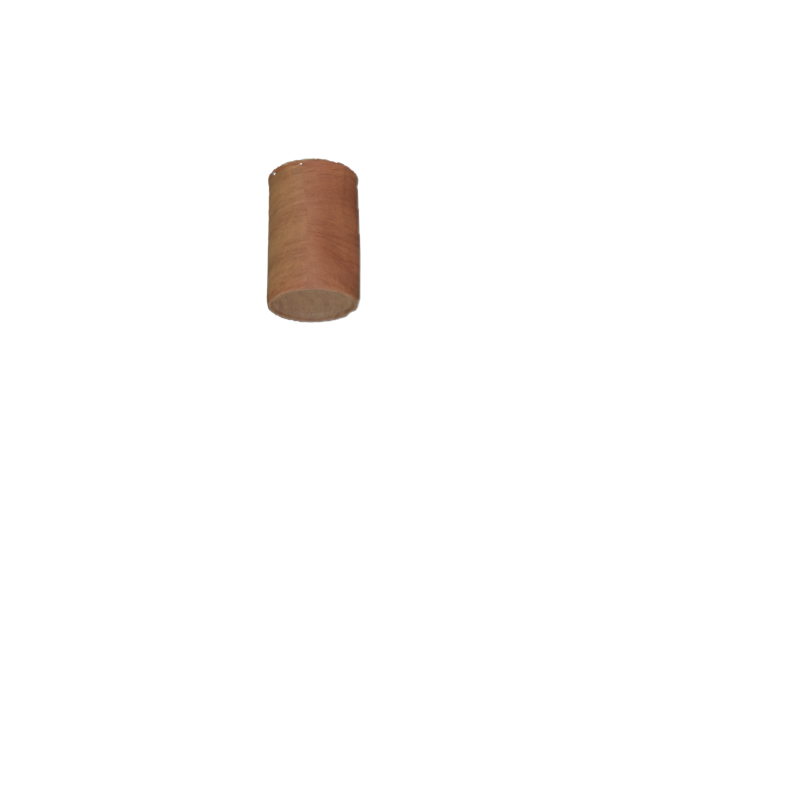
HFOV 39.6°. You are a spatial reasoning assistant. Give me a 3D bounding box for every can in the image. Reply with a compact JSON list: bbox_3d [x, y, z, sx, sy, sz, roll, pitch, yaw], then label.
[{"bbox_3d":[-0.063,-0.115,0.808,0.068,0.108,0.065,0,-22,-2],"label":"can"}]
